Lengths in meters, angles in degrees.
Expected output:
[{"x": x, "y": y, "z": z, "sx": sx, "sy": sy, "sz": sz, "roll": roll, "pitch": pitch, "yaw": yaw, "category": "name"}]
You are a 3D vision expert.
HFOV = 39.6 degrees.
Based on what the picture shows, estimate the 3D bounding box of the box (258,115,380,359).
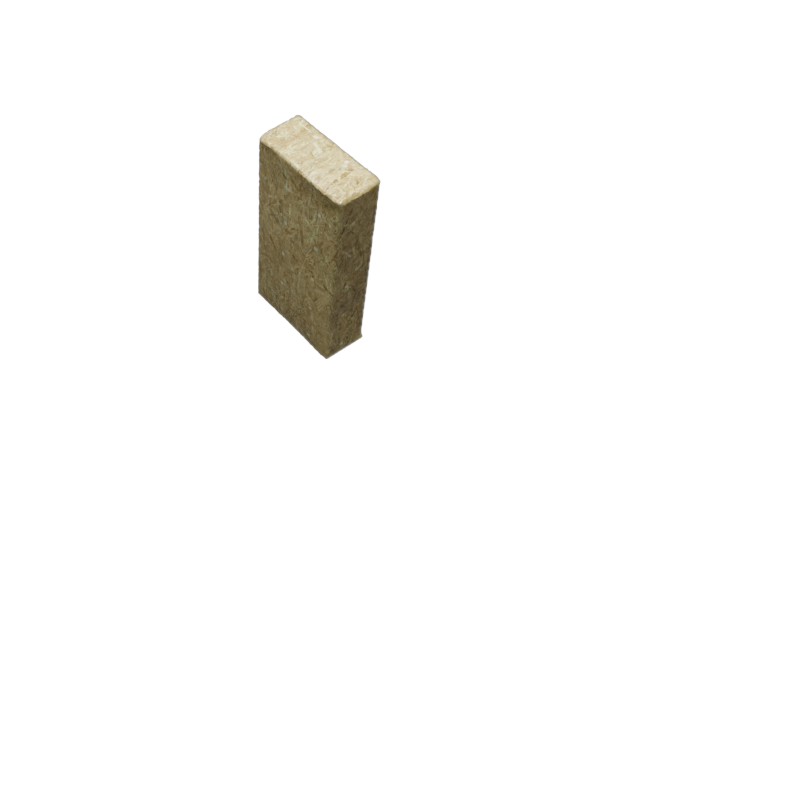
[{"x": -0.066, "y": -0.120, "z": 0.844, "sx": 0.048, "sy": 0.099, "sz": 0.164, "roll": -33, "pitch": -29, "yaw": -26, "category": "box"}]
